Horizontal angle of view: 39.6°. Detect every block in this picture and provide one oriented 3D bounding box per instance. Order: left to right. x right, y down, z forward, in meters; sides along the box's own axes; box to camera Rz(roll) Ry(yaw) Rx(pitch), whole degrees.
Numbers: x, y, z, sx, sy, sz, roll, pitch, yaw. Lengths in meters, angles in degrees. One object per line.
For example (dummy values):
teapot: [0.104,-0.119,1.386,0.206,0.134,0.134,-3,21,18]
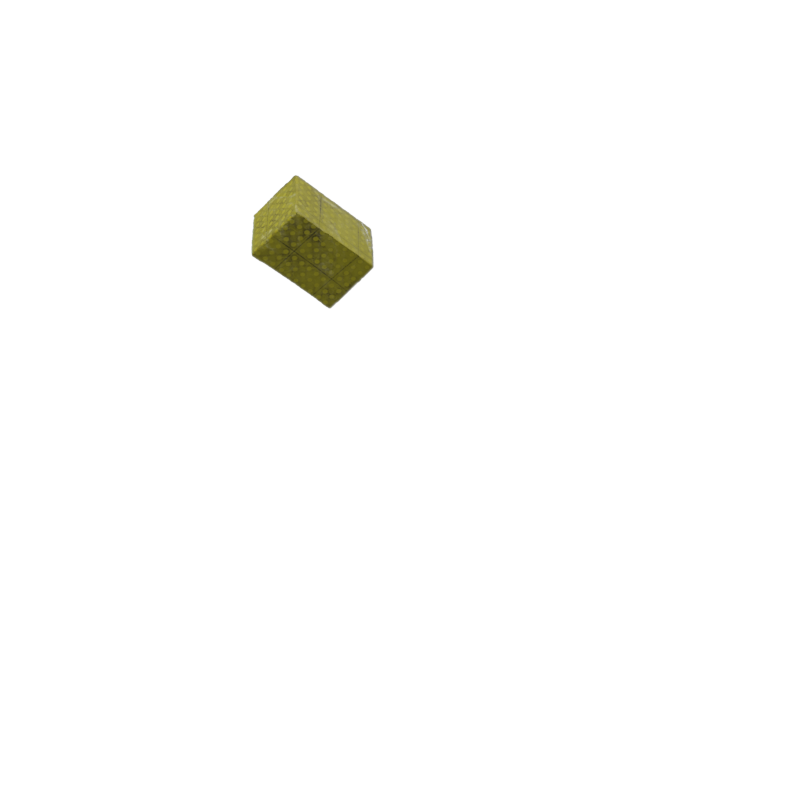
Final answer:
block: [-0.065,-0.118,0.826,0.074,0.055,0.052,35,-60,-26]
